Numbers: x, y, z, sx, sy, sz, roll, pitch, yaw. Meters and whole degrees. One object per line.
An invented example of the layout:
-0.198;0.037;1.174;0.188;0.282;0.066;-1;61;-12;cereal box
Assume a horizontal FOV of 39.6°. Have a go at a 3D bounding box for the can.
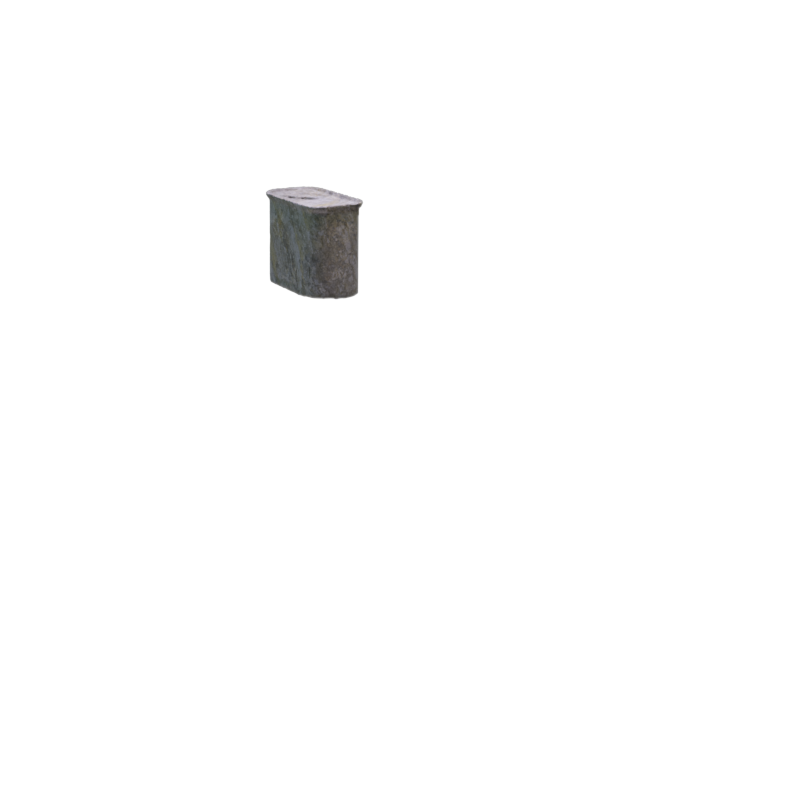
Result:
-0.077;-0.141;0.988;0.056;0.081;0.108;-9;19;-31;can
